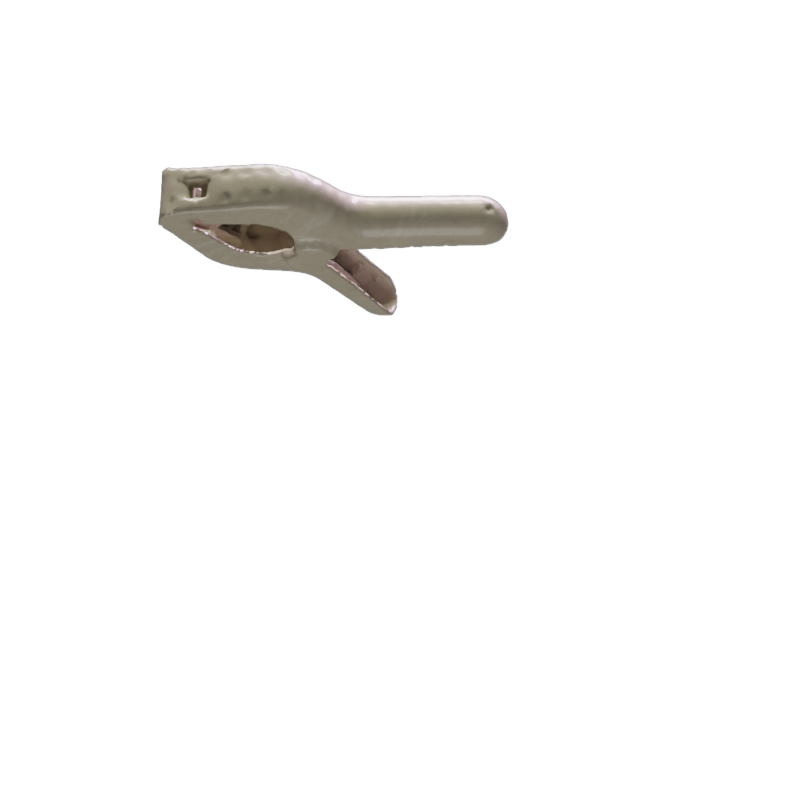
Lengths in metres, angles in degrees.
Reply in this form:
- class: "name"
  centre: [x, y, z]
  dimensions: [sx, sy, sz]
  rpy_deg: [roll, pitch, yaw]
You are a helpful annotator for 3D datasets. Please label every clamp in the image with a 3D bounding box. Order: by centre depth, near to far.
- class: "clamp"
  centre: [-0.045, -0.082, 0.574]
  dimensions: [0.167, 0.042, 0.116]
  rpy_deg: [10, -30, -17]
